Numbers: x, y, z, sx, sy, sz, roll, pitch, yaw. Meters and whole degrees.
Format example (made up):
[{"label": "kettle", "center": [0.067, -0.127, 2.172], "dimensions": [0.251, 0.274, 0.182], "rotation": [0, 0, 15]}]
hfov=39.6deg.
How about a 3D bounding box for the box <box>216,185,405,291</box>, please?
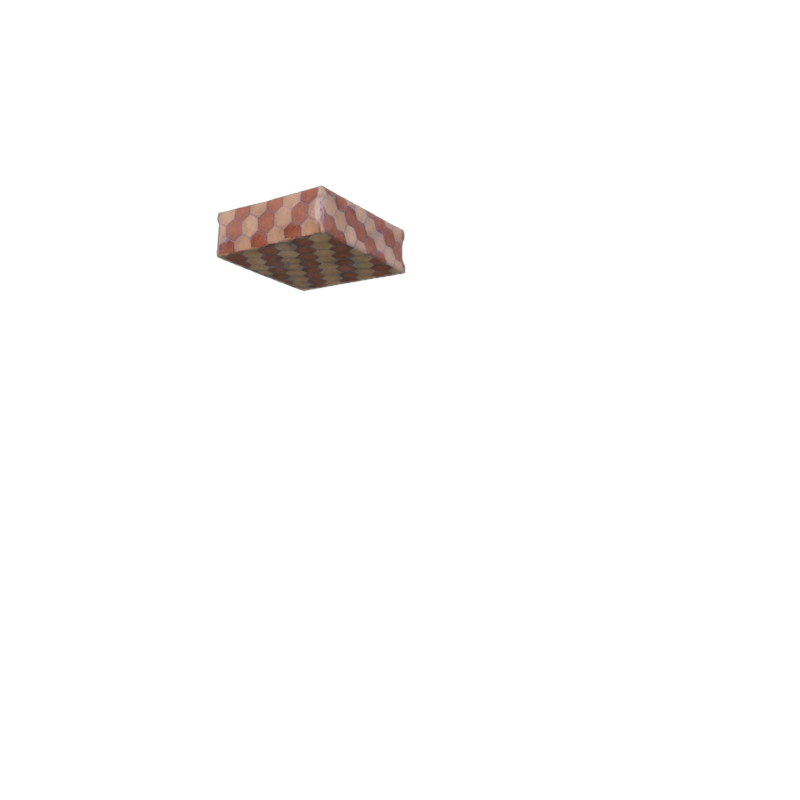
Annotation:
[{"label": "box", "center": [-0.050, -0.091, 0.636], "dimensions": [0.075, 0.031, 0.084], "rotation": [-8, -14, 32]}]
